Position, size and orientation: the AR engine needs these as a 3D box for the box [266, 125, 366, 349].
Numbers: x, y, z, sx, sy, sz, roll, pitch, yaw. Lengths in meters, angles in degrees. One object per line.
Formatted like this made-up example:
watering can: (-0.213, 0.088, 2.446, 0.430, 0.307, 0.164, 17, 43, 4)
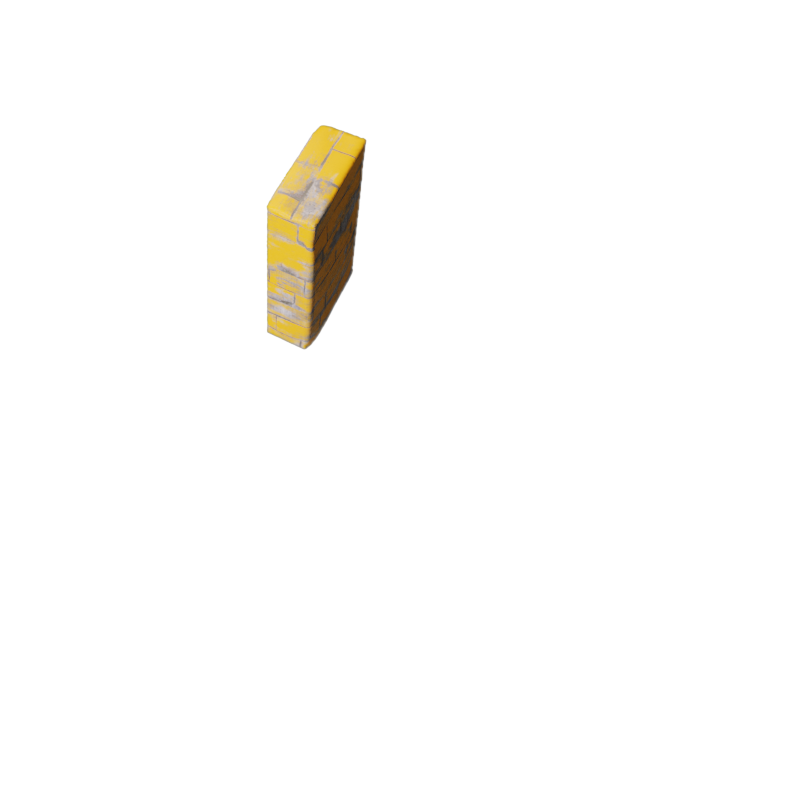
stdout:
box: (-0.068, -0.124, 0.870, 0.049, 0.097, 0.165, 21, -31, 9)
